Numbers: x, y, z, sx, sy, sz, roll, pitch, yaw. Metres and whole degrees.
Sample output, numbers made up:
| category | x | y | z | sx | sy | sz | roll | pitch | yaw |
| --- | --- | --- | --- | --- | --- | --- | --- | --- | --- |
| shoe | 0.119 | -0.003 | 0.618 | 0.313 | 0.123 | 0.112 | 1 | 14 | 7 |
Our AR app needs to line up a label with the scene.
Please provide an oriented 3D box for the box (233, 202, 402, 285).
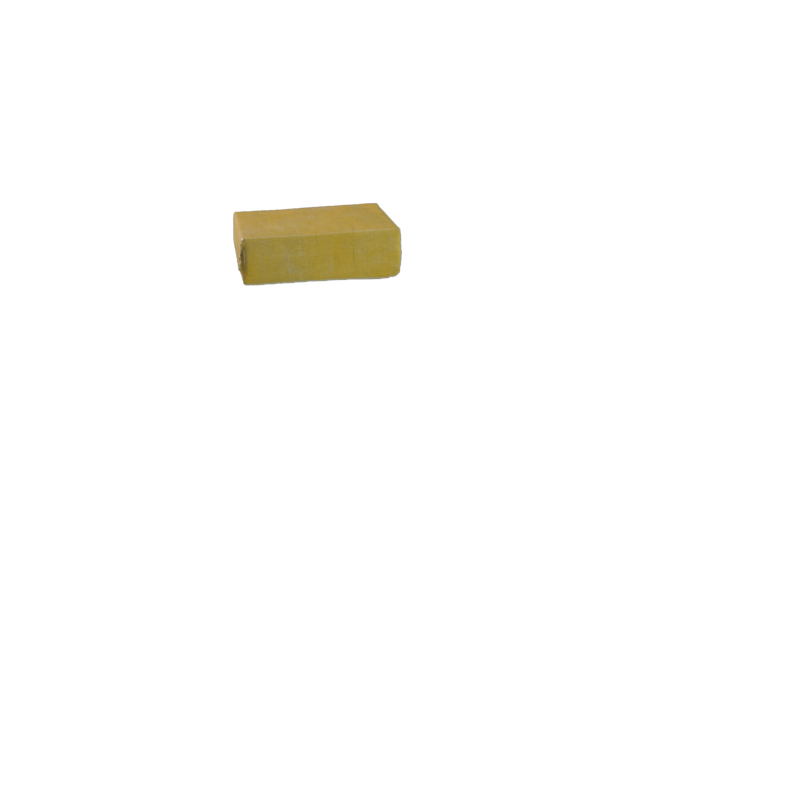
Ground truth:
| category | x | y | z | sx | sy | sz | roll | pitch | yaw |
| --- | --- | --- | --- | --- | --- | --- | --- | --- | --- |
| box | -0.062 | -0.114 | 0.798 | 0.112 | 0.037 | 0.095 | -3 | 21 | -9 |
